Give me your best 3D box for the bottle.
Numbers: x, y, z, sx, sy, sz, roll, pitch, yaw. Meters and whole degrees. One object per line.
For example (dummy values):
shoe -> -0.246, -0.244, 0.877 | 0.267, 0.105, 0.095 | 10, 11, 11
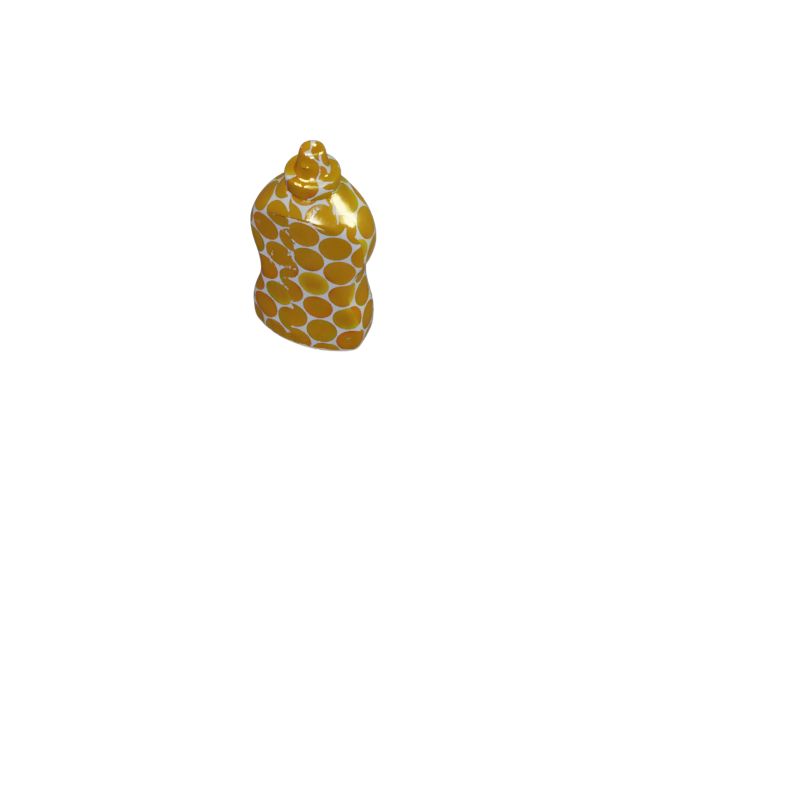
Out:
bottle -> -0.066, -0.120, 0.844 | 0.099, 0.061, 0.179 | 21, -38, 14
